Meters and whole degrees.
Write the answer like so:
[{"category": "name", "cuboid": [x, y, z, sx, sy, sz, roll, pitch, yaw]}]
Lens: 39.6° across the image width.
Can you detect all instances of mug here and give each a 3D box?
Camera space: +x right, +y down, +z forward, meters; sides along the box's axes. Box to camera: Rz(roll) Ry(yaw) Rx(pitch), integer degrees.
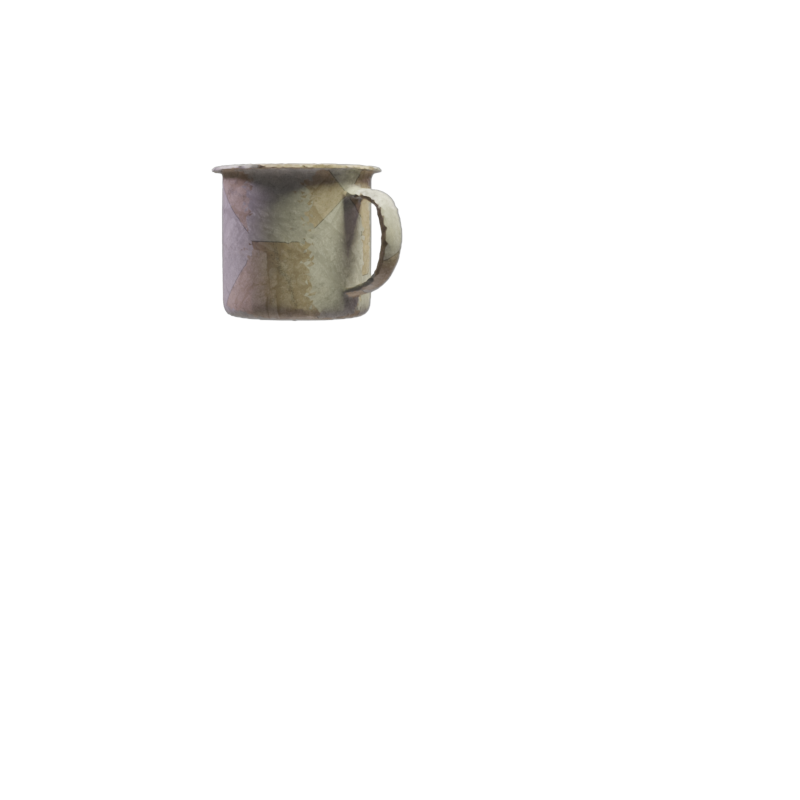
[{"category": "mug", "cuboid": [-0.047, -0.086, 0.601, 0.122, 0.081, 0.090, 5, 7, 38]}]
